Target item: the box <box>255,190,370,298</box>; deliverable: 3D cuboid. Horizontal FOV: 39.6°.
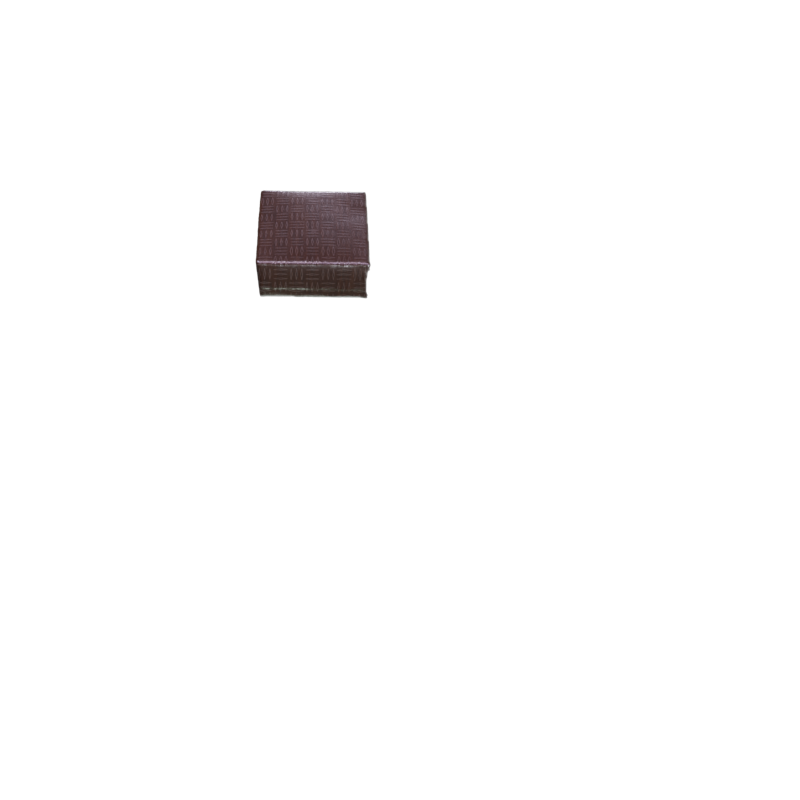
[{"bbox_3d":[-0.071,-0.130,0.908,0.090,0.036,0.122,-1,40,-2],"label":"box"}]
